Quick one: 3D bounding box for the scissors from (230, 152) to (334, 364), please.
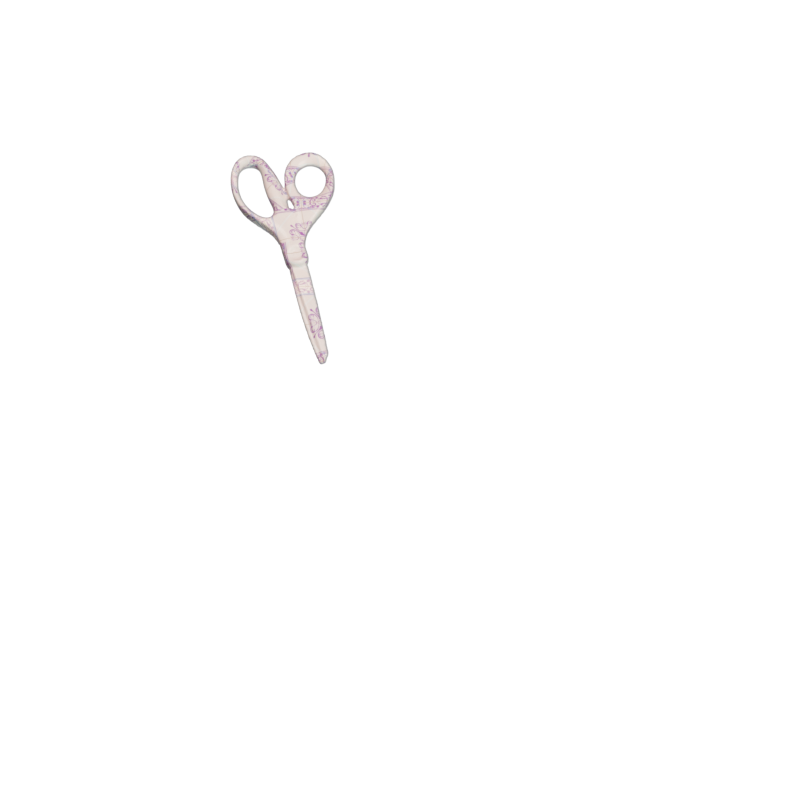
[{"bbox_3d":[-0.071,-0.130,0.909,0.096,0.215,0.015,-26,-26,-14],"label":"scissors"}]
